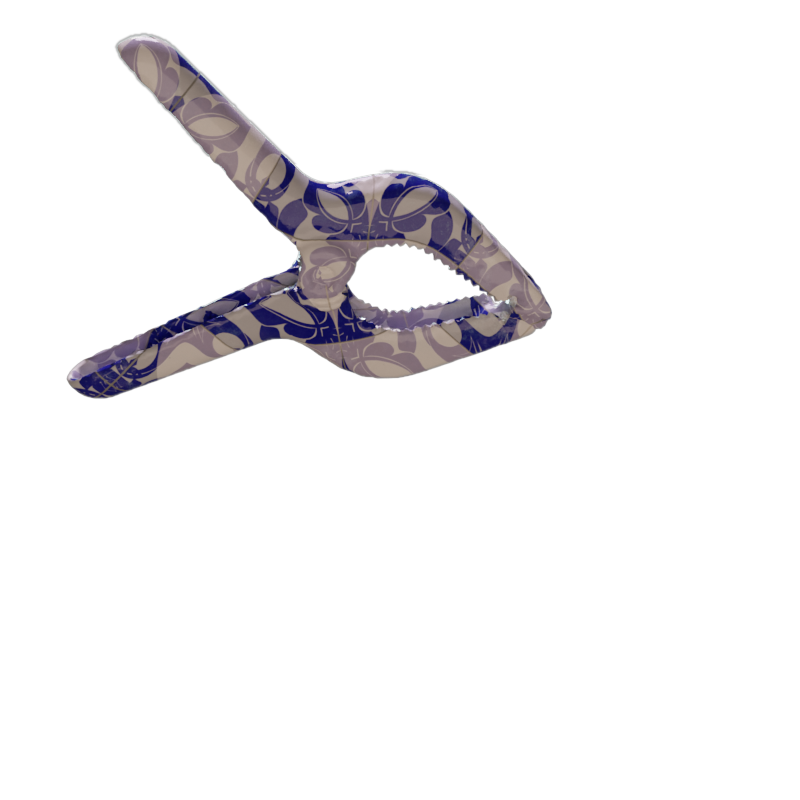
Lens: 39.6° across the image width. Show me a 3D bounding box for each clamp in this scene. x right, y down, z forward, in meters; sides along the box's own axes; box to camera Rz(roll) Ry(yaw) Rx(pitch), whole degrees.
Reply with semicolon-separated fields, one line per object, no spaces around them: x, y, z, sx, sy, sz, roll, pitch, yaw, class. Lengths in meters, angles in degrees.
-0.038;-0.068;0.479;0.209;0.157;0.038;5;22;-2;clamp
